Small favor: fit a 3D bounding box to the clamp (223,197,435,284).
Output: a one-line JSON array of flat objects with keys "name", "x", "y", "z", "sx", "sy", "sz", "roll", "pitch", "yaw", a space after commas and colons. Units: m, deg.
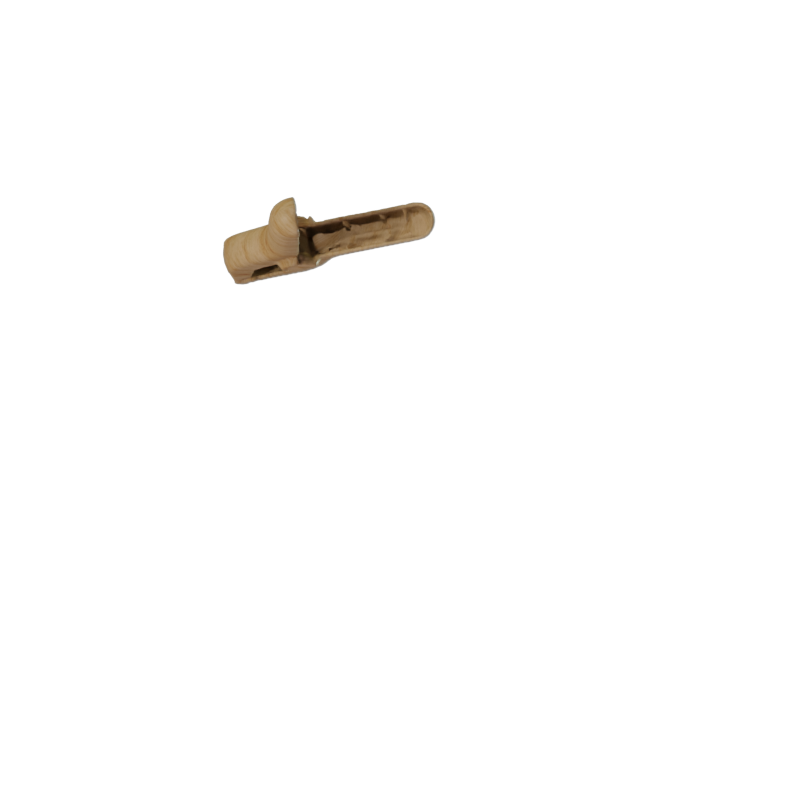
[{"name": "clamp", "x": -0.060, "y": -0.109, "z": 0.761, "sx": 0.116, "sy": 0.040, "sz": 0.174, "roll": 2, "pitch": -4, "yaw": -27}]
